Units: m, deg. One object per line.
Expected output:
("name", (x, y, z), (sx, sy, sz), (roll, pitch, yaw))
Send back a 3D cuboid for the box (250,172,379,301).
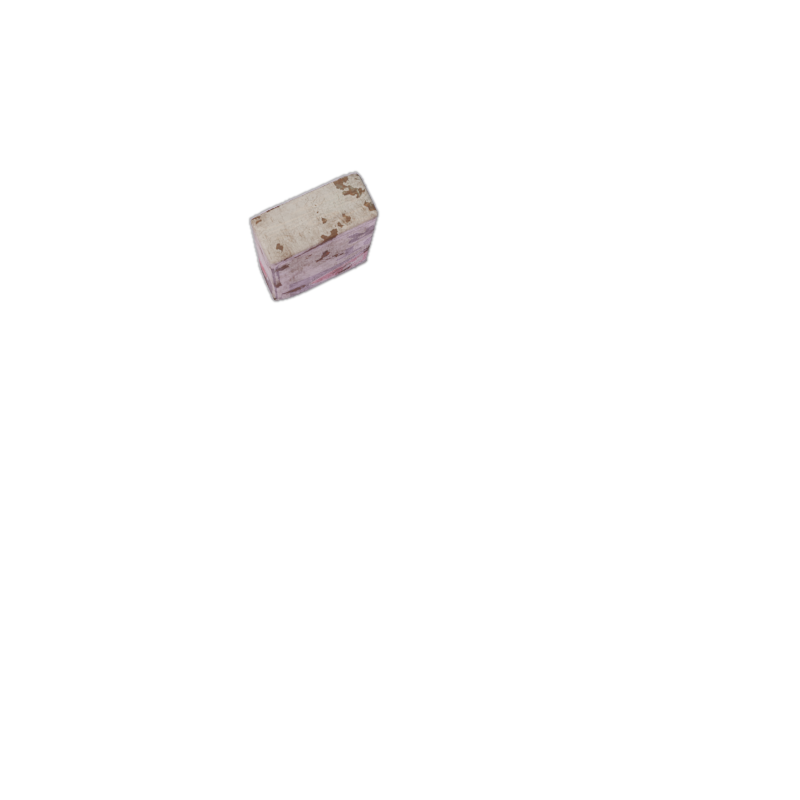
("box", (-0.071, -0.130, 0.911), (0.093, 0.049, 0.172), (-25, -5, -7))
